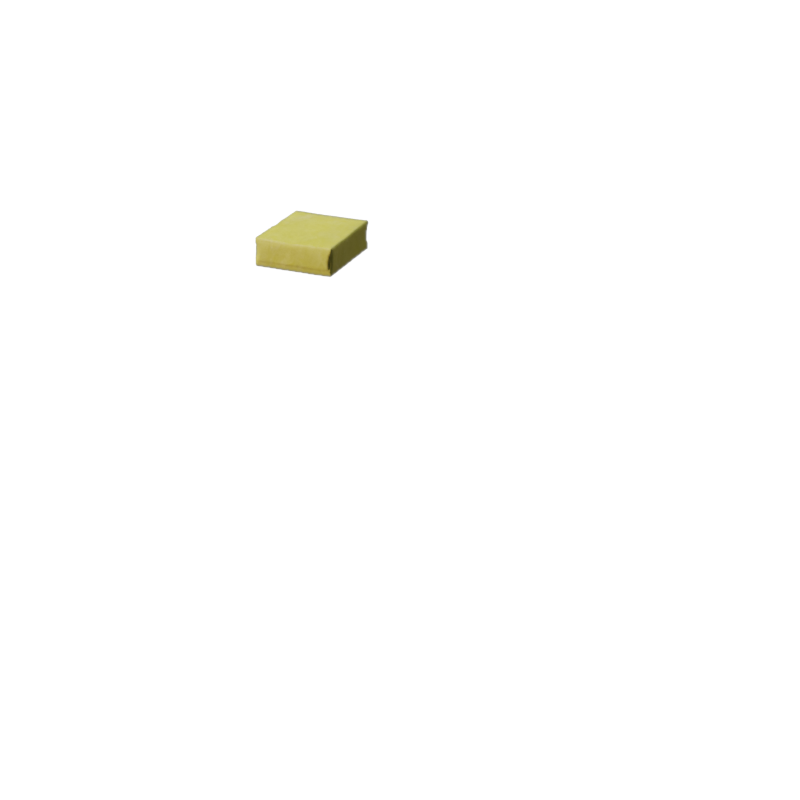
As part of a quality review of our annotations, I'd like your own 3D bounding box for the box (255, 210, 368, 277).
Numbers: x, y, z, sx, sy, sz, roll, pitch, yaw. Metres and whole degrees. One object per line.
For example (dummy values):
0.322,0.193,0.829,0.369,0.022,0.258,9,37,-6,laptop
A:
-0.078,-0.142,0.991,0.076,0.029,0.091,10,28,20,box
